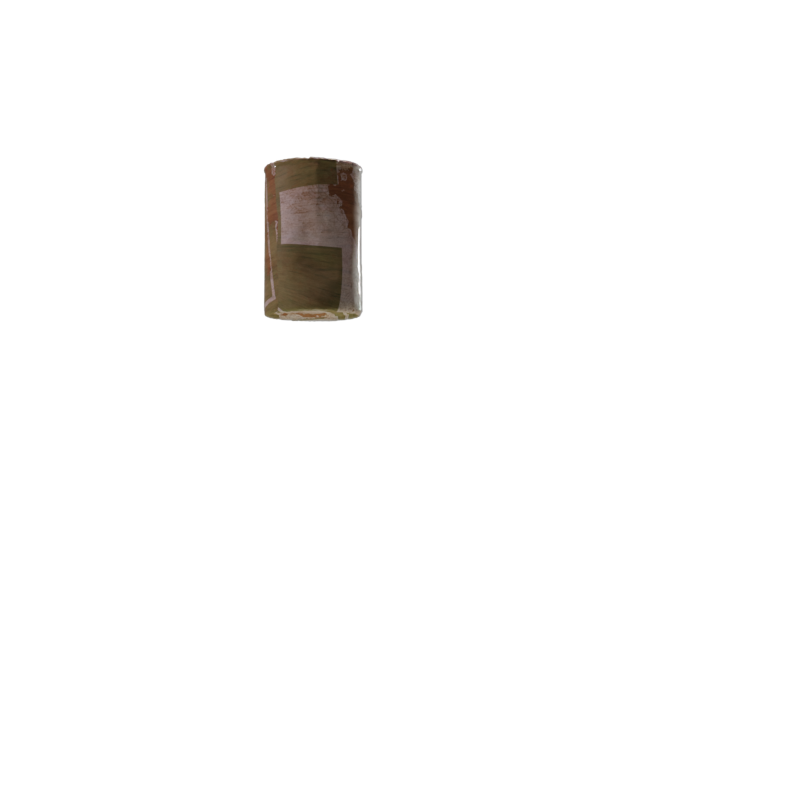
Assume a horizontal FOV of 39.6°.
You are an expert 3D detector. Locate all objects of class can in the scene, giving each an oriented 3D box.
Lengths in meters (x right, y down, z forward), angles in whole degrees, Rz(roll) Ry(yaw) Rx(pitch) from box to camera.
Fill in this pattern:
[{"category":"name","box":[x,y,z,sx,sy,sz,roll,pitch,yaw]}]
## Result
[{"category":"can","box":[-0.059,-0.108,0.753,0.068,0.105,0.067,0,-8,-2]}]
